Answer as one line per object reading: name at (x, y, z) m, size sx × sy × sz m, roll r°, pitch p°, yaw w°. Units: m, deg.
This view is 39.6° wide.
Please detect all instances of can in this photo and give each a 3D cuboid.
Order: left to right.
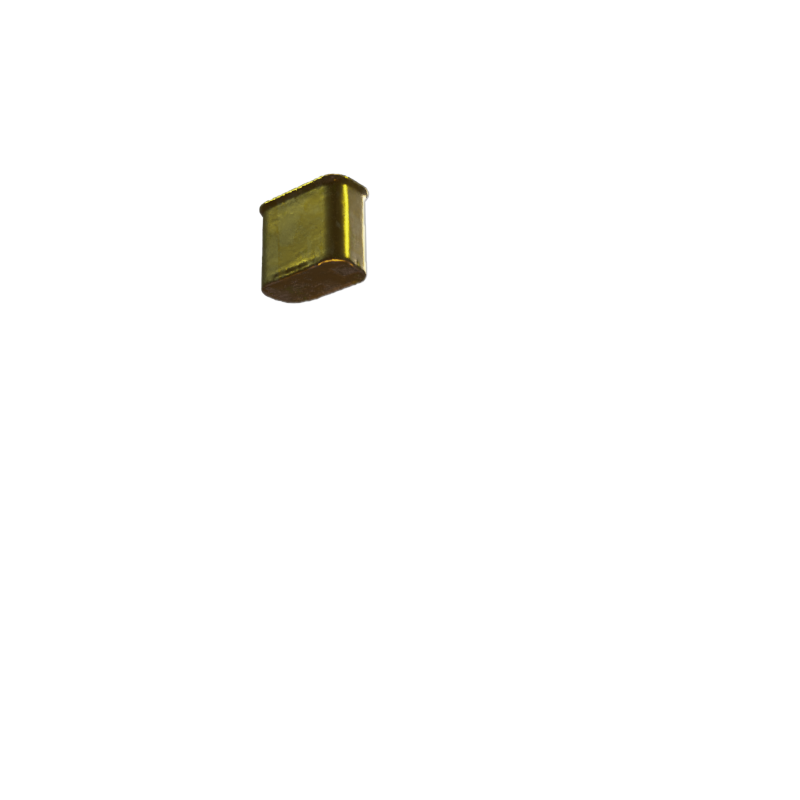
can at (-0.076, -0.139, 0.973) m, size 0.103 × 0.089 × 0.054 m, roll -19°, pitch -30°, yaw 34°
